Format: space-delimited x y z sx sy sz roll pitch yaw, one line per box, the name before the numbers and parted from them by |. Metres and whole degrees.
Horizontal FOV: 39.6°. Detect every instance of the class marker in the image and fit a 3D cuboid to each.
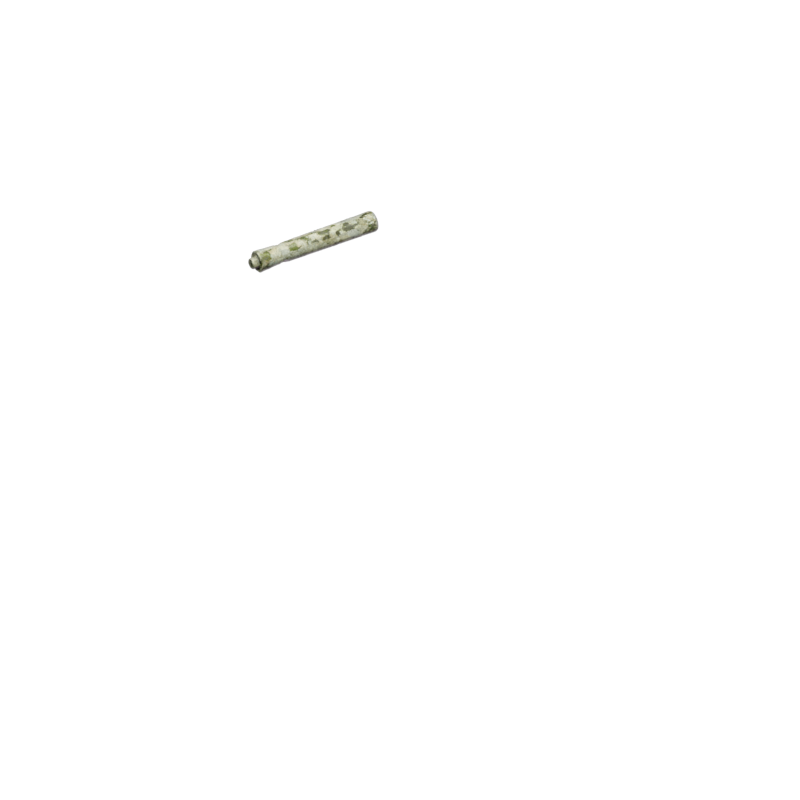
marker | -0.073 -0.133 0.934 0.120 0.019 0.020 -23 15 -25
